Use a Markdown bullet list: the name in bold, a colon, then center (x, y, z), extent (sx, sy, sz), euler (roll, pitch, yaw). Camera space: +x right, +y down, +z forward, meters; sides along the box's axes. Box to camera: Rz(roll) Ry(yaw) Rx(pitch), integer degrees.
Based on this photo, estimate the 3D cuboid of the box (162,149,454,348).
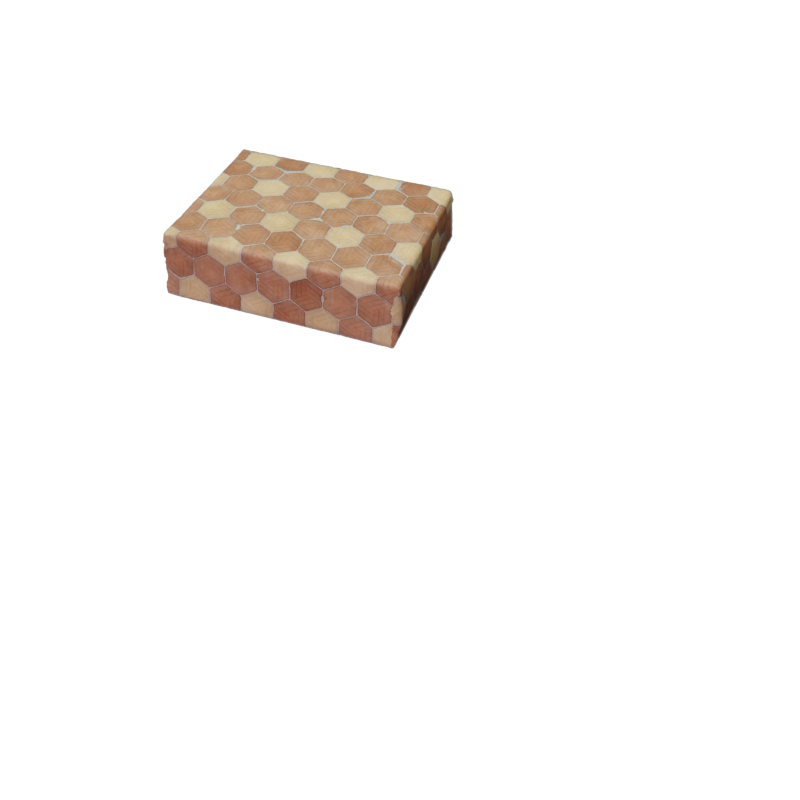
- **box**: center (-0.040, -0.074, 0.517), extent (0.117, 0.036, 0.093), euler (12, 37, 15)
